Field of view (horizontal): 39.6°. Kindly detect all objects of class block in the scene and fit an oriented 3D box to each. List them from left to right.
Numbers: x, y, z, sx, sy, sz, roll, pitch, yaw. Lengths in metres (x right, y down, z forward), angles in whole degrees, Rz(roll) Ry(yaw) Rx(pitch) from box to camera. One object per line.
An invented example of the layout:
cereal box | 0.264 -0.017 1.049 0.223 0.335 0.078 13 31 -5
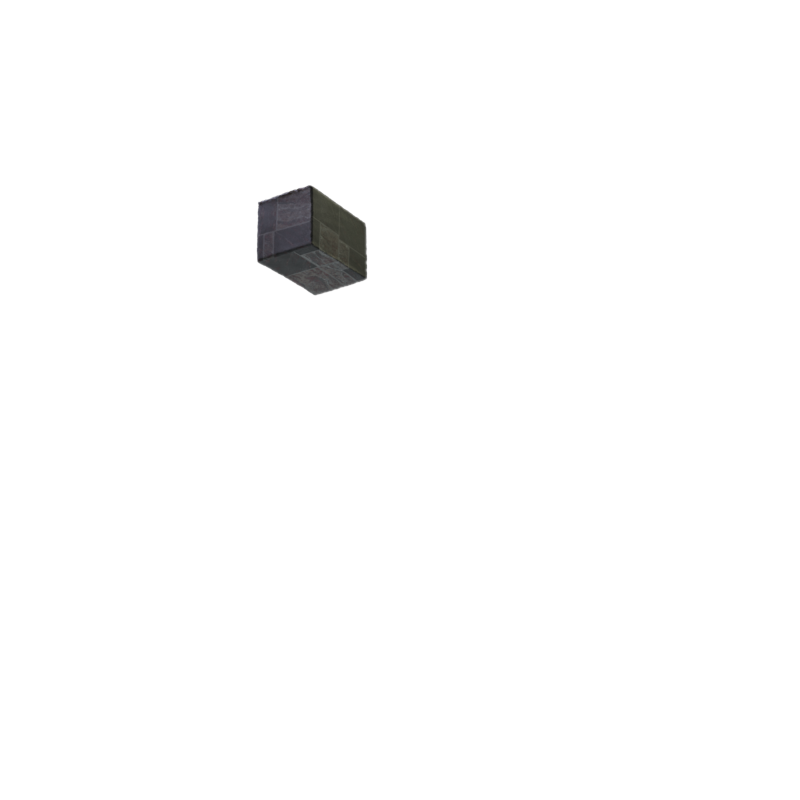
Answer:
block | -0.067 -0.122 0.854 0.053 0.054 0.073 -15 -26 29
